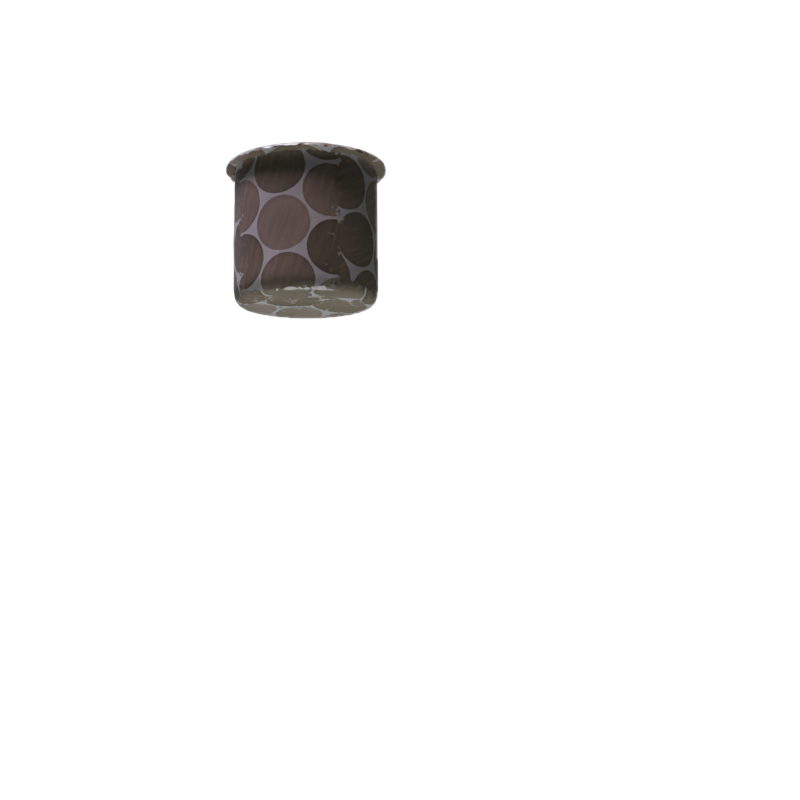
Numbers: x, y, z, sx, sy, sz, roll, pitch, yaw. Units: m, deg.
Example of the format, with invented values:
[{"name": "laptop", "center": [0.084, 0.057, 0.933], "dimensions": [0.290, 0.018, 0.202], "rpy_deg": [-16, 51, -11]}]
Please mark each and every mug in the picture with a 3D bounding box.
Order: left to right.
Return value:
[{"name": "mug", "center": [-0.050, -0.092, 0.644], "dimensions": [0.095, 0.084, 0.111], "rpy_deg": [-4, -11, 18]}]
